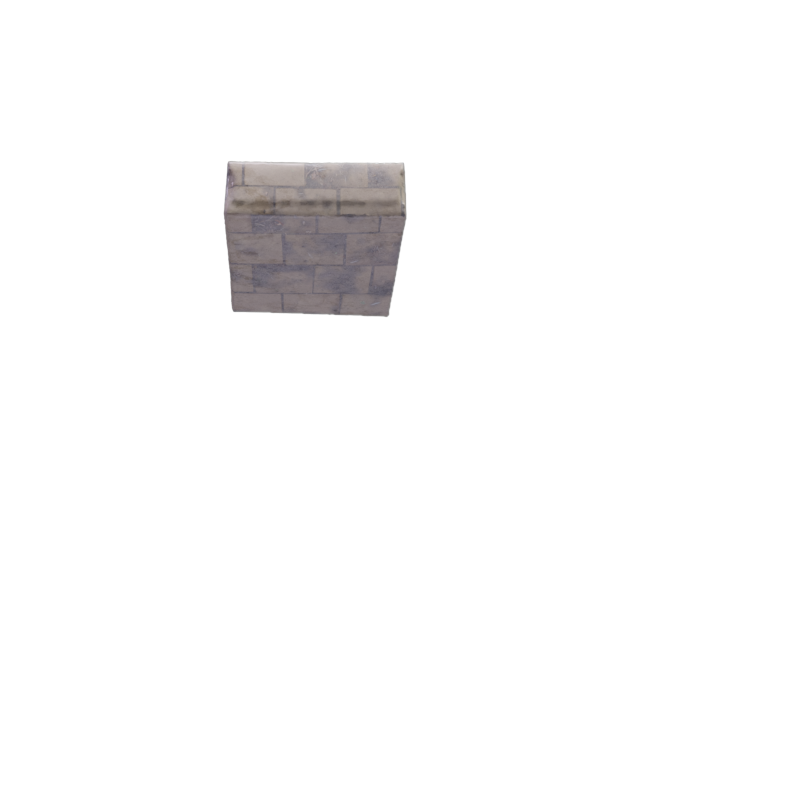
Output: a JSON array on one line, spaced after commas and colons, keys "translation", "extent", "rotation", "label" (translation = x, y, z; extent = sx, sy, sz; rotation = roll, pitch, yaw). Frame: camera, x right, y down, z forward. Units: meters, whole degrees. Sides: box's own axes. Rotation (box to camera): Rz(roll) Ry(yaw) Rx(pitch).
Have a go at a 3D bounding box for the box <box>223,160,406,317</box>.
[{"translation": [-0.038, -0.069, 0.481], "extent": [0.073, 0.032, 0.084], "rotation": [1, -25, -3], "label": "box"}]
